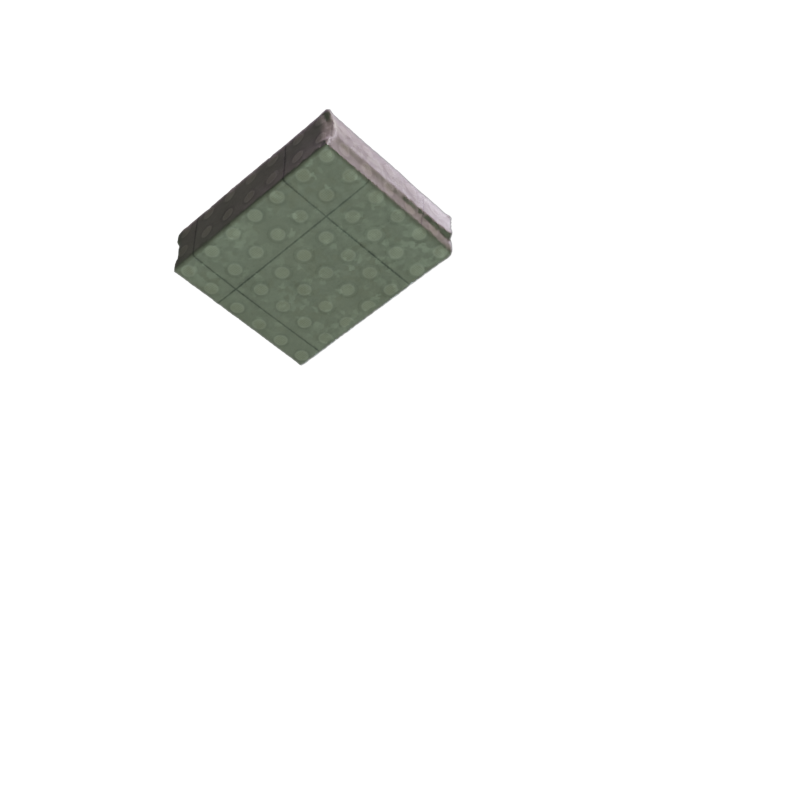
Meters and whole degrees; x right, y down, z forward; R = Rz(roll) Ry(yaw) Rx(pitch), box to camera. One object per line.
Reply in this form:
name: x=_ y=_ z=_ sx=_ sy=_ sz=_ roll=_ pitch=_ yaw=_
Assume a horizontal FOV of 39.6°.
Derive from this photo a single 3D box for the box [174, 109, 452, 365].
box: x=-0.035 y=-0.064 z=0.448 sx=0.088 sy=0.032 sz=0.069 roll=-36 pitch=-58 yaw=26
